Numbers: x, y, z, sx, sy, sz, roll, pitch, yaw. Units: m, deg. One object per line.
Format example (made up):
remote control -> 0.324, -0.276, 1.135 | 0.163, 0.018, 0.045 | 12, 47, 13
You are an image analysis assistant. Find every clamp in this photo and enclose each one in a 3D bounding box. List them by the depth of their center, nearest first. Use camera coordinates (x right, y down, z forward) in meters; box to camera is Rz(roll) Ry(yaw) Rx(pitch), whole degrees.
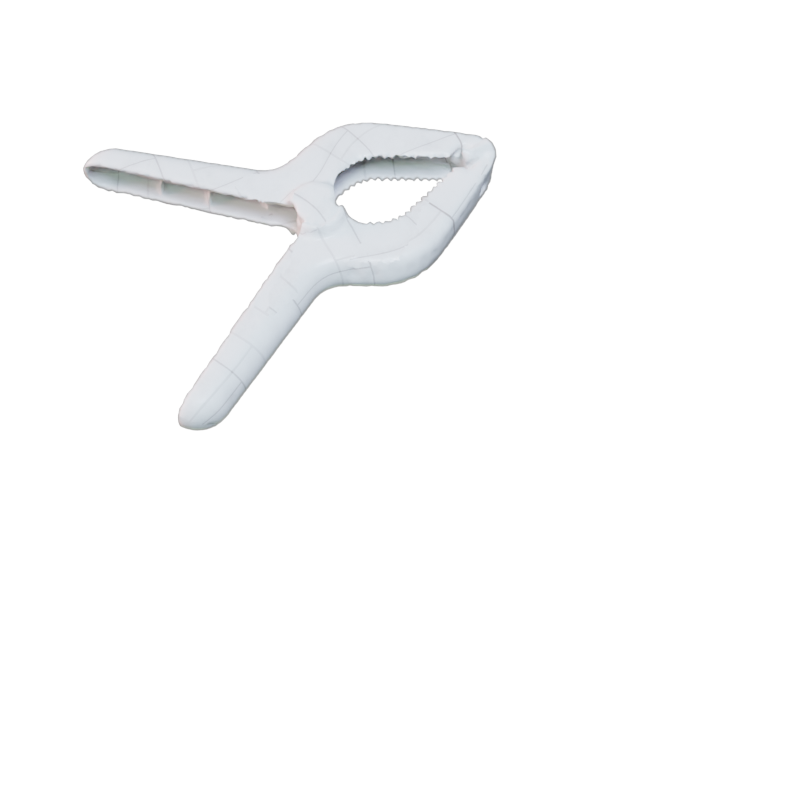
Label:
clamp -> -0.044, -0.081, 0.565 | 0.209, 0.176, 0.034 | -15, -27, -8
